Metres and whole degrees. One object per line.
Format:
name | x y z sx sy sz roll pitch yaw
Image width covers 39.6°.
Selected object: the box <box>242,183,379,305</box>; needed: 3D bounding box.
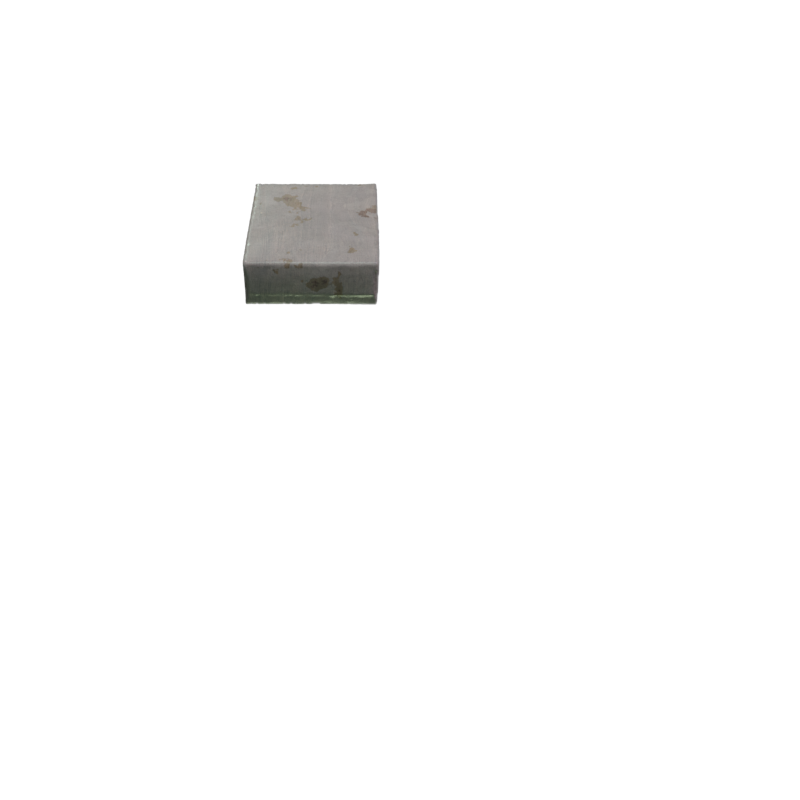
box | -0.060 -0.110 0.774 0.090 0.036 0.121 0 35 -1
